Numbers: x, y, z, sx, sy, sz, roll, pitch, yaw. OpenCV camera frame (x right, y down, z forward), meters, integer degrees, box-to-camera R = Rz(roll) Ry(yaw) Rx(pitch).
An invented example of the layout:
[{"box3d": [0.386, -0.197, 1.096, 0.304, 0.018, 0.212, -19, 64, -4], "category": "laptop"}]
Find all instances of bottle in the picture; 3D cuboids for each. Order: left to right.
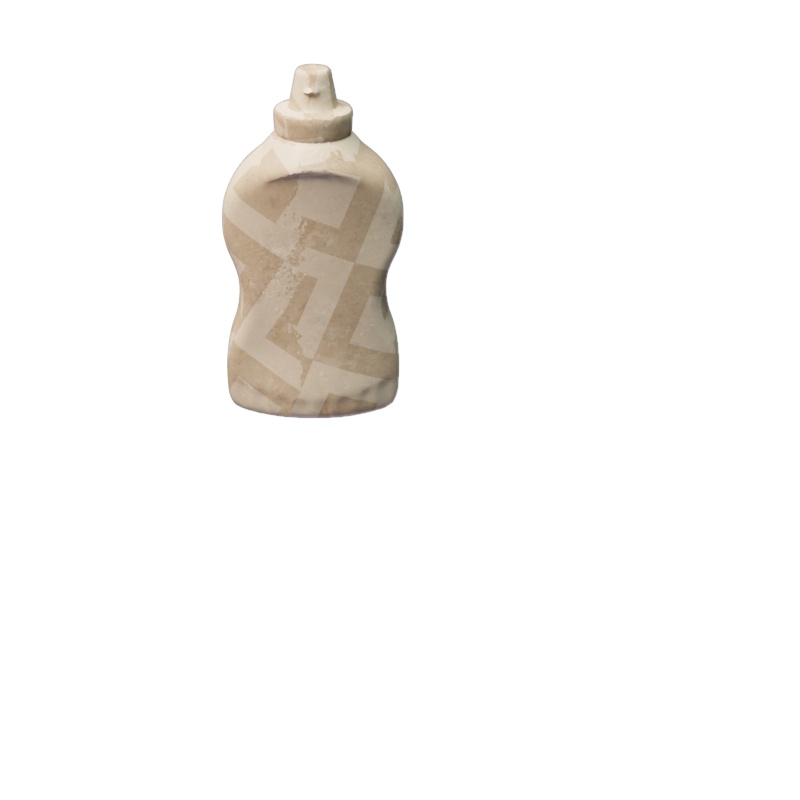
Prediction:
[{"box3d": [-0.047, -0.085, 0.595, 0.096, 0.182, 0.061, 2, 25, 0], "category": "bottle"}]
